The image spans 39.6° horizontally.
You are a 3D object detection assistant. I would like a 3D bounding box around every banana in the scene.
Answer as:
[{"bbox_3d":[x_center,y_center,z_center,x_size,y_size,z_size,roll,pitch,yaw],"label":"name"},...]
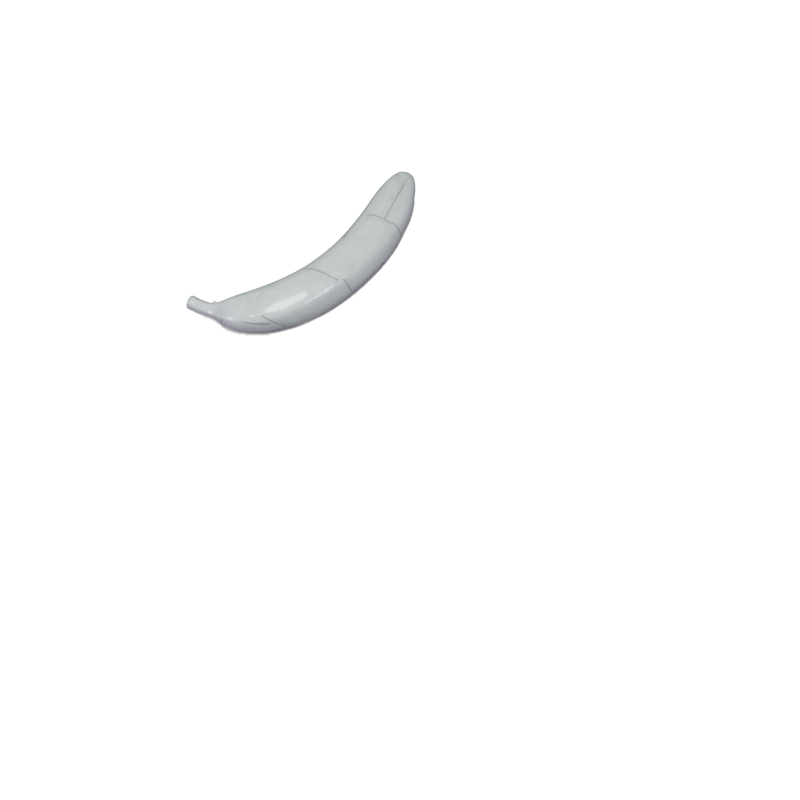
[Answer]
[{"bbox_3d":[-0.056,-0.100,0.808,0.198,0.073,0.035,-32,-21,-15],"label":"banana"}]
